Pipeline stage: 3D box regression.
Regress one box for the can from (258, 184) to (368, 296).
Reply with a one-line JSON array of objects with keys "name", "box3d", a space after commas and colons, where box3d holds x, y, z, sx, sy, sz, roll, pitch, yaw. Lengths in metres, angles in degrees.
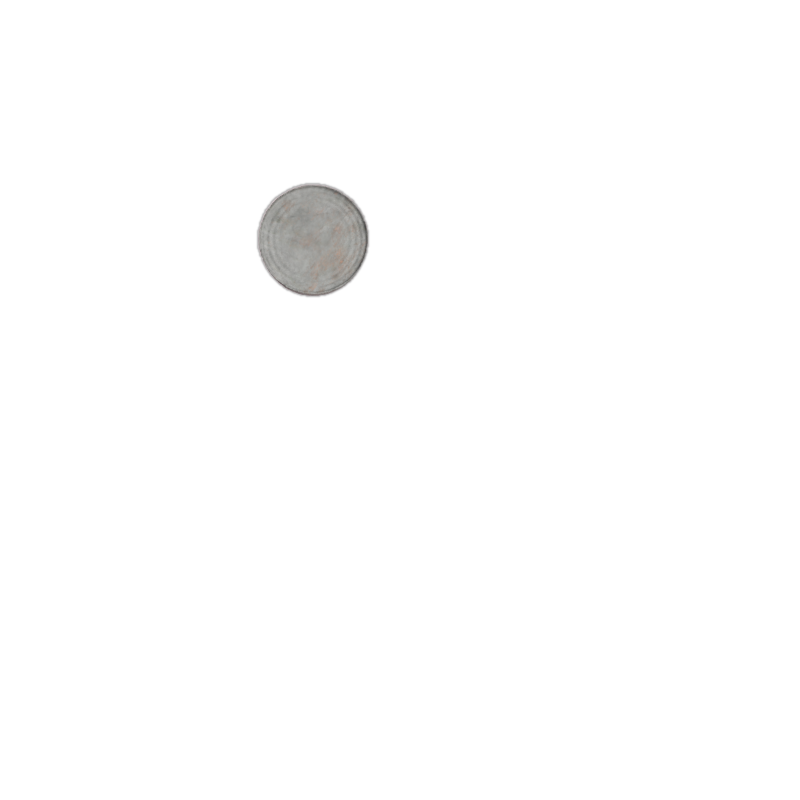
[{"name": "can", "box3d": [-0.068, -0.125, 0.873, 0.086, 0.088, 0.033, 0, -7, -1]}]
